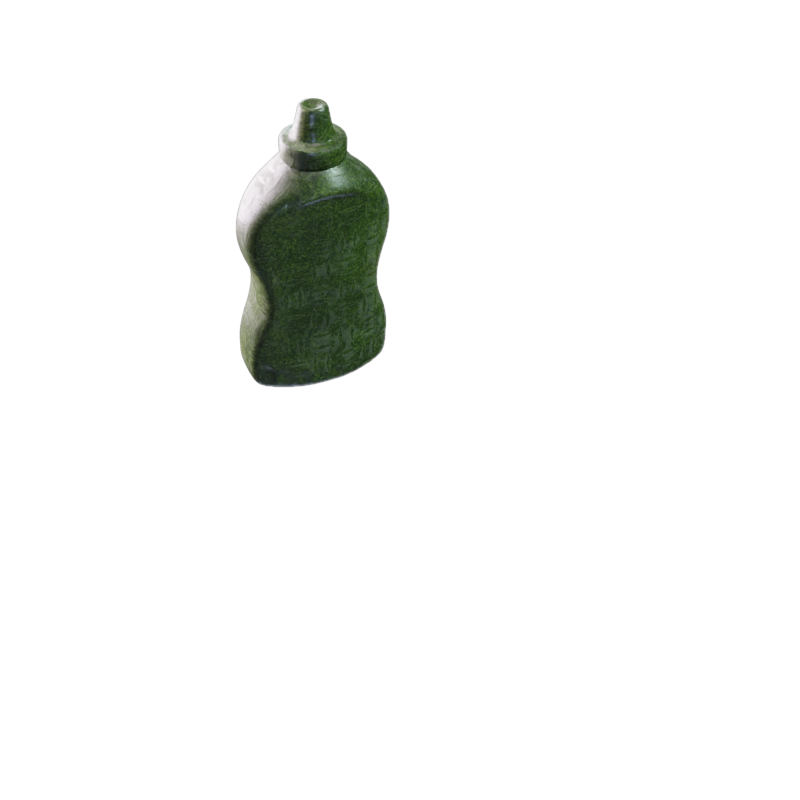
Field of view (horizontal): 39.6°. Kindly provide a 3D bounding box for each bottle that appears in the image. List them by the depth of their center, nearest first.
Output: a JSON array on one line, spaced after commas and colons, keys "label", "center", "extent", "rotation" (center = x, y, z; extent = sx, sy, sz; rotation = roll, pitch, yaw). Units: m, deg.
[{"label": "bottle", "center": [-0.054, -0.099, 0.693], "extent": [0.095, 0.179, 0.063], "rotation": [-13, 41, -19]}]
